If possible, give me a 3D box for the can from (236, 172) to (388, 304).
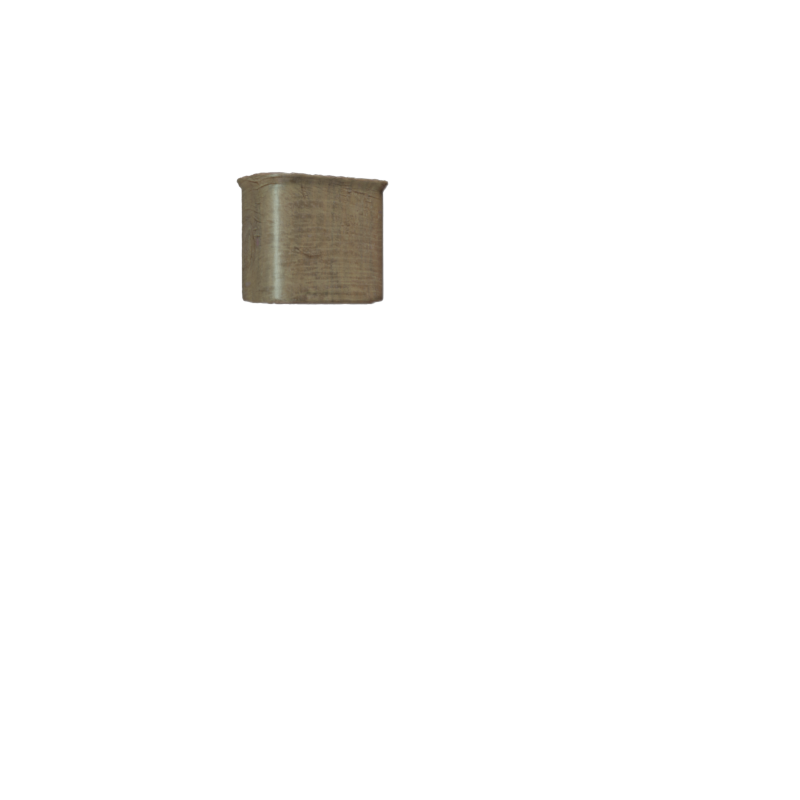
[{"bbox_3d":[-0.058,-0.106,0.745,0.098,0.084,0.059,-1,-1,-34],"label":"can"}]
